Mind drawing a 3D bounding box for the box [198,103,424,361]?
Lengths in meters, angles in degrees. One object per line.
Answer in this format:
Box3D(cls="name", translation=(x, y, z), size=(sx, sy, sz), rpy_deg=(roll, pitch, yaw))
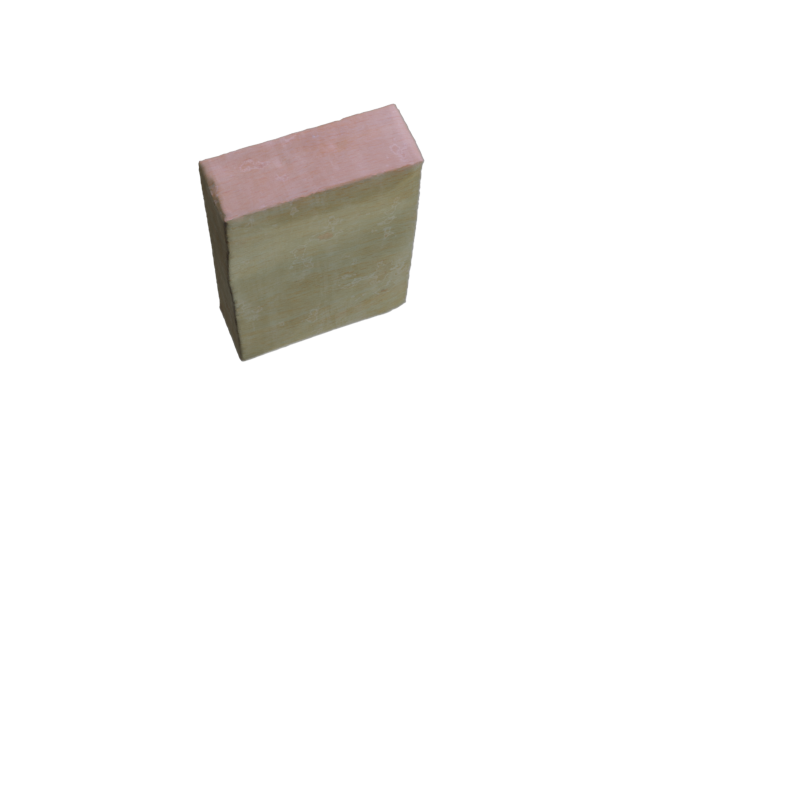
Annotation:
Box3D(cls="box", translation=(-0.072, -0.131, 0.918), size=(0.163, 0.077, 0.201), rpy_deg=(-19, -25, -13))
